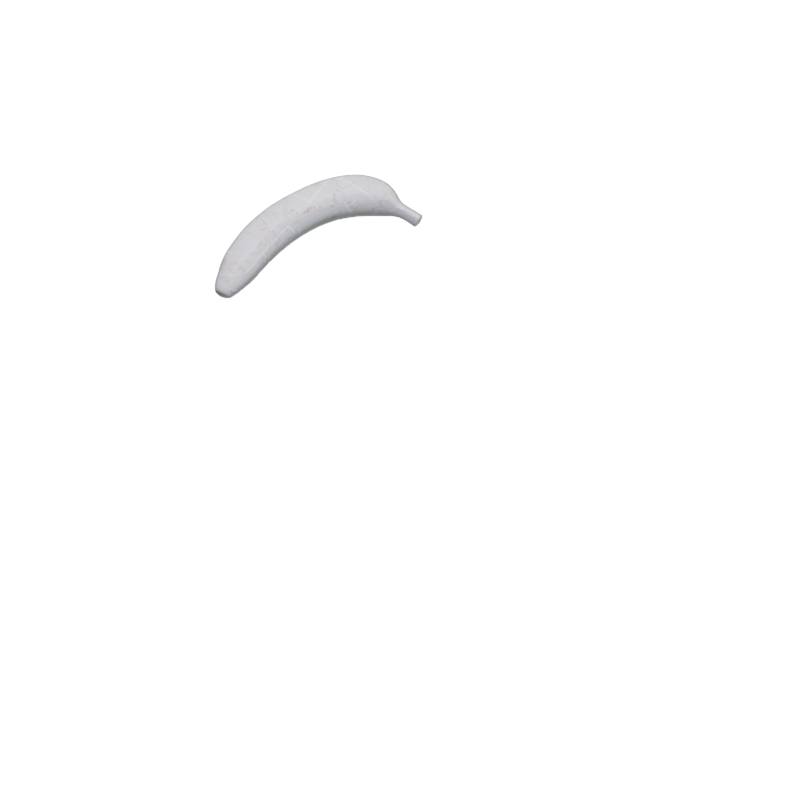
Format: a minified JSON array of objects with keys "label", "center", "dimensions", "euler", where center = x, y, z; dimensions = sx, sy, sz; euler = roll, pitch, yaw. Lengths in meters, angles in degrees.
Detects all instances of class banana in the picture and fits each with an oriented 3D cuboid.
[{"label":"banana","center":[-0.080,-0.153,0.969],"dimensions":[0.197,0.075,0.034],"euler":[-24,-29,-15]}]
